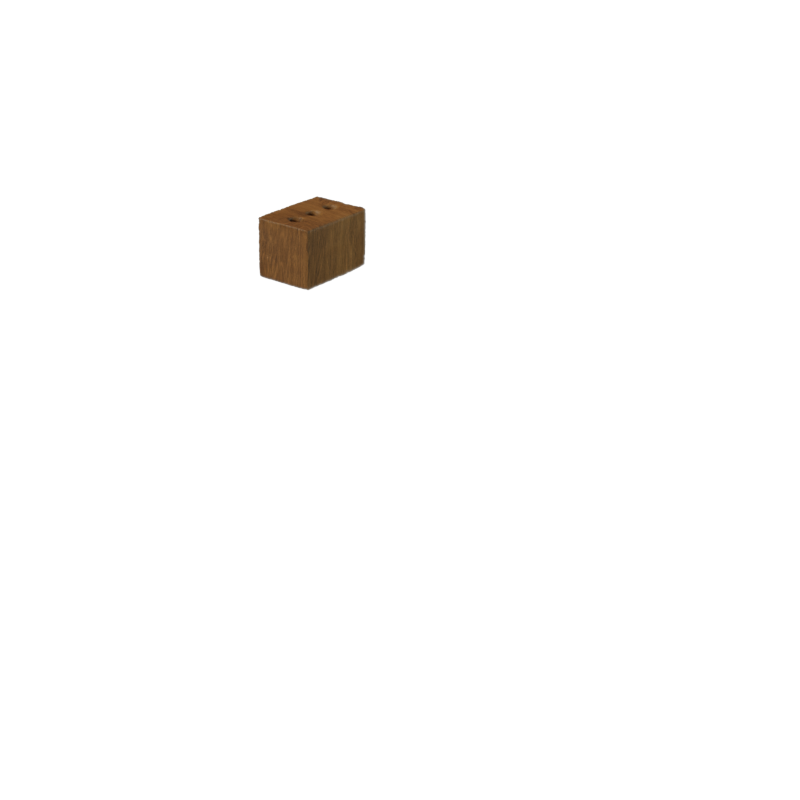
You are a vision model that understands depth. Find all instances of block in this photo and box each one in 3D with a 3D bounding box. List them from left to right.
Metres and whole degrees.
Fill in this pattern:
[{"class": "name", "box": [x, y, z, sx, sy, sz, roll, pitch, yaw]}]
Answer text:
[{"class": "block", "box": [-0.071, -0.129, 0.902, 0.056, 0.049, 0.078, 17, 29, 32]}]
